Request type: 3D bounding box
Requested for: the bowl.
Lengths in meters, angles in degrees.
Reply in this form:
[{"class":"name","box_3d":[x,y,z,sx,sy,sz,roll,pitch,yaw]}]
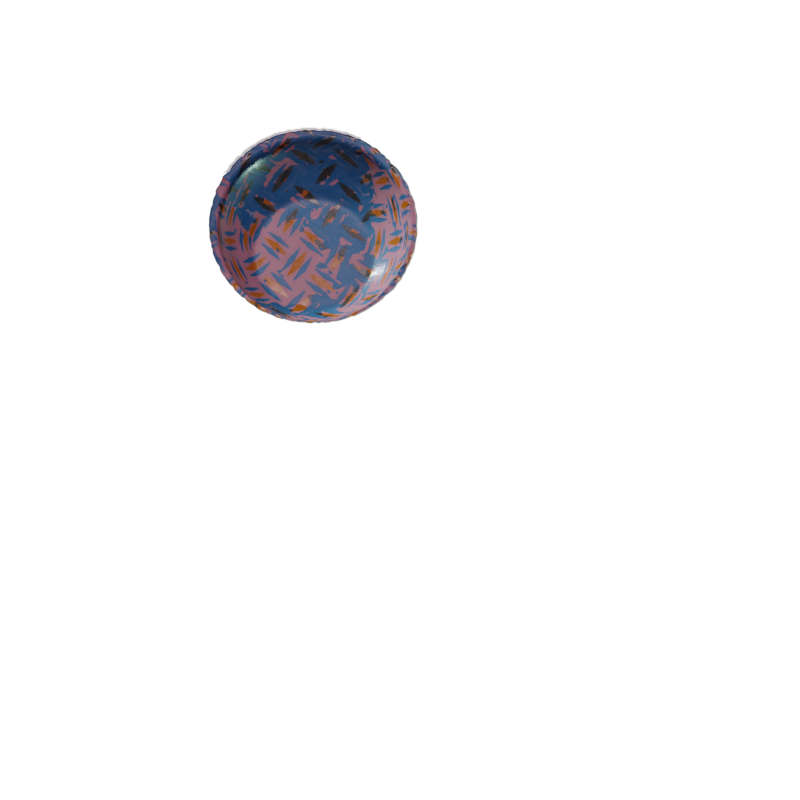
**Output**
[{"class":"bowl","box_3d":[-0.065,-0.119,0.835,0.162,0.154,0.058,1,24,-1]}]
